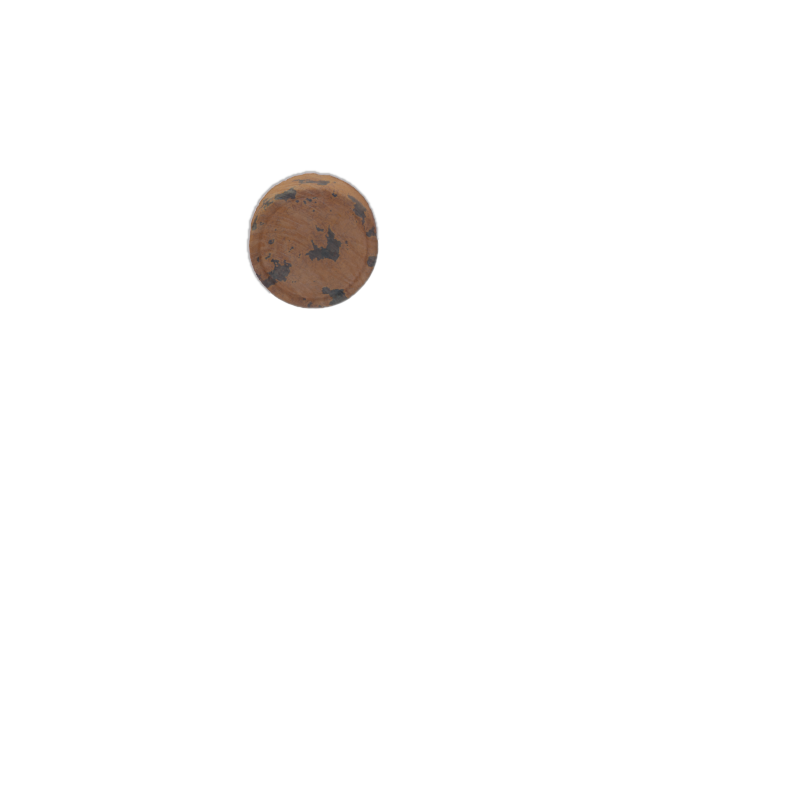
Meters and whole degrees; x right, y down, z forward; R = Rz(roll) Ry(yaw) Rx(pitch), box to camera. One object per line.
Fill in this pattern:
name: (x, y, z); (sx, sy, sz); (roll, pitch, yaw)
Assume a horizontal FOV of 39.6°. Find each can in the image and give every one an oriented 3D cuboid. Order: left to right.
can: (-0.057, -0.104, 0.730); (0.086, 0.082, 0.035); (0, 19, -1)
